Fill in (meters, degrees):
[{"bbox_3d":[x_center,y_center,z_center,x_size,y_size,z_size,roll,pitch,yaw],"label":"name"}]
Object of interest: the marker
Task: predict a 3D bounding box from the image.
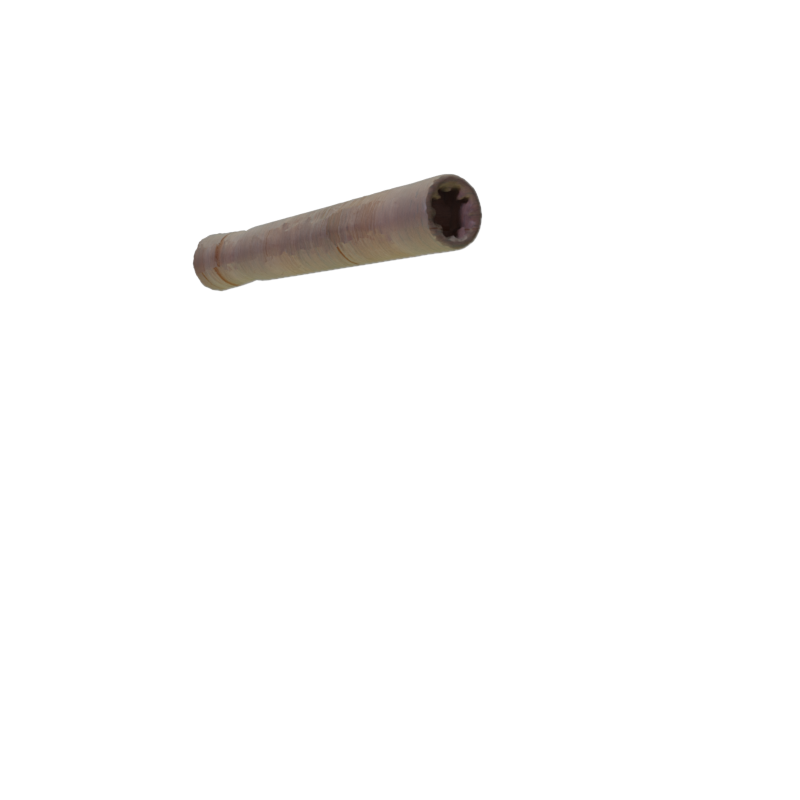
[{"bbox_3d":[-0.025,-0.045,0.315,0.019,0.020,0.124,-3,1,-37],"label":"marker"}]
